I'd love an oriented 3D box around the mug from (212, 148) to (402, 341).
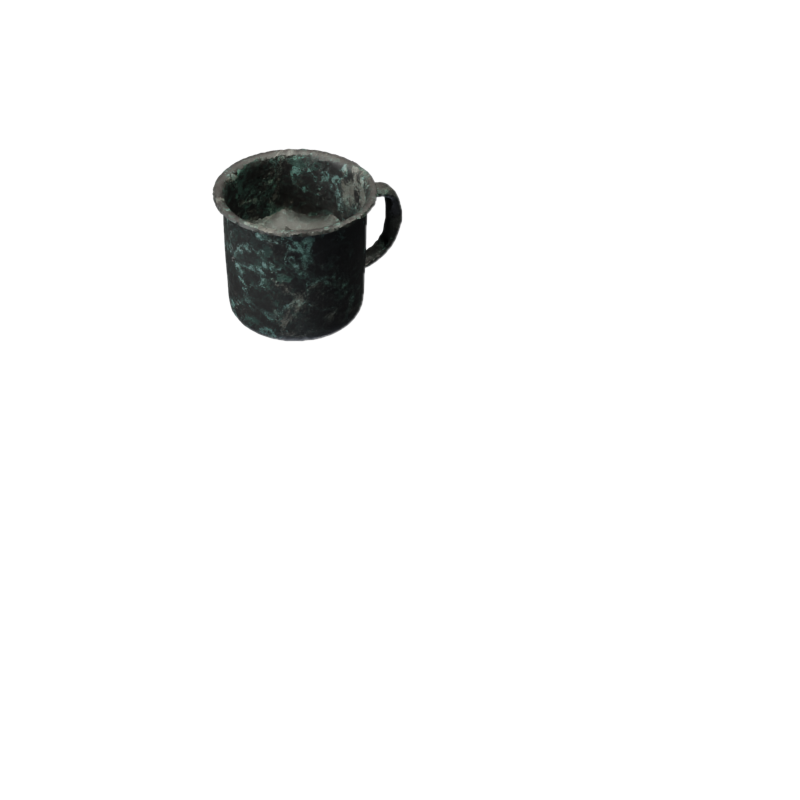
[{"bbox_3d":[-0.051,-0.093,0.652,0.116,0.076,0.101,-21,44,-26],"label":"mug"}]
